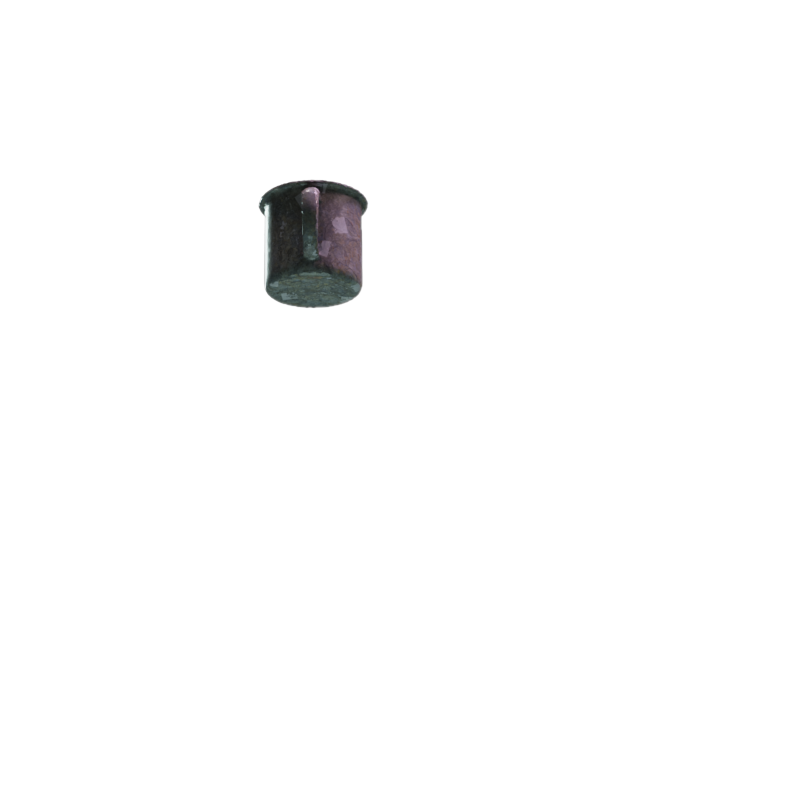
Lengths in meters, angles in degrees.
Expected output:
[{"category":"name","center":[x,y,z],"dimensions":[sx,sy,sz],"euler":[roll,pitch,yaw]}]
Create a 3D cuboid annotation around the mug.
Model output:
[{"category":"mug","center":[-0.072,-0.131,0.918],"dimensions":[0.093,0.086,0.112],"euler":[0,-20,-3]}]
